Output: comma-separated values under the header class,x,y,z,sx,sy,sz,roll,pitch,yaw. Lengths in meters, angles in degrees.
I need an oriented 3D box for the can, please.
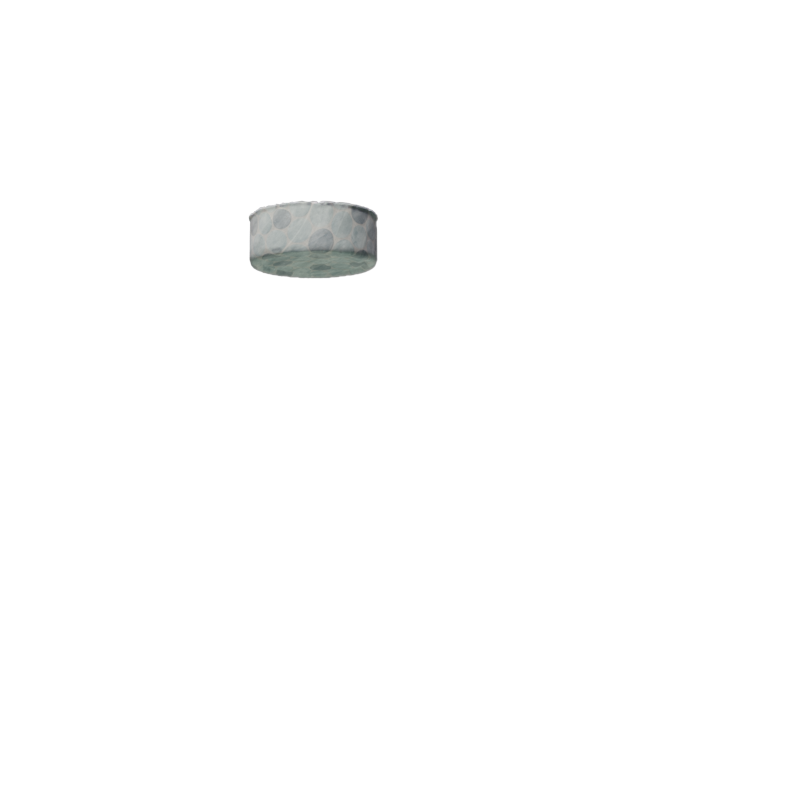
class,x,y,z,sx,sy,sz,roll,pitch,yaw
can,-0.057,-0.105,0.734,0.086,0.034,0.084,0,-7,-2
